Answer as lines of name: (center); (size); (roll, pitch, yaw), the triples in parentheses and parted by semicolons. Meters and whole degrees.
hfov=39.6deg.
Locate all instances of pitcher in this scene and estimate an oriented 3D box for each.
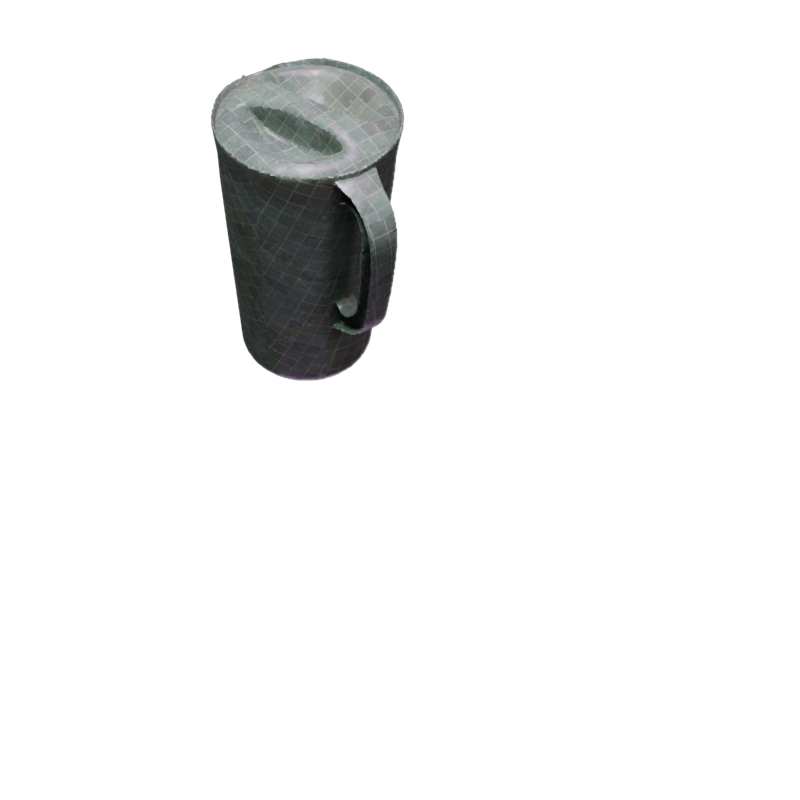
pitcher: (-0.065, -0.119, 0.835); (0.147, 0.158, 0.226); (11, -41, 6)
